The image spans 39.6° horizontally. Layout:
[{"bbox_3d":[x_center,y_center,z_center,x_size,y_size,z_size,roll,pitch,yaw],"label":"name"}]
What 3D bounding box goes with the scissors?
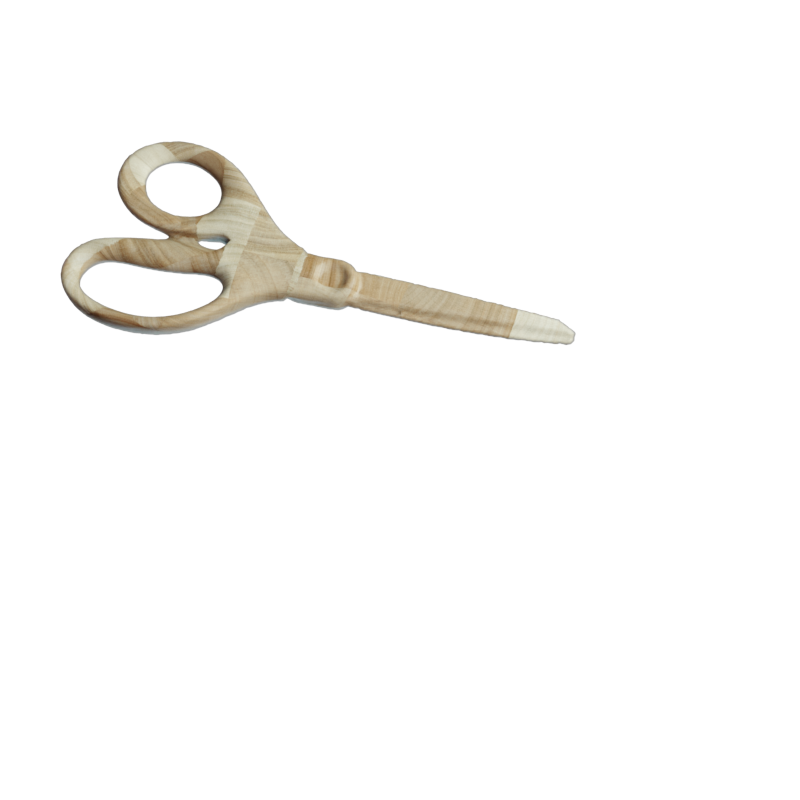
[{"bbox_3d":[-0.035,-0.065,0.453,0.201,0.102,0.015,-2,-27,-1],"label":"scissors"}]
